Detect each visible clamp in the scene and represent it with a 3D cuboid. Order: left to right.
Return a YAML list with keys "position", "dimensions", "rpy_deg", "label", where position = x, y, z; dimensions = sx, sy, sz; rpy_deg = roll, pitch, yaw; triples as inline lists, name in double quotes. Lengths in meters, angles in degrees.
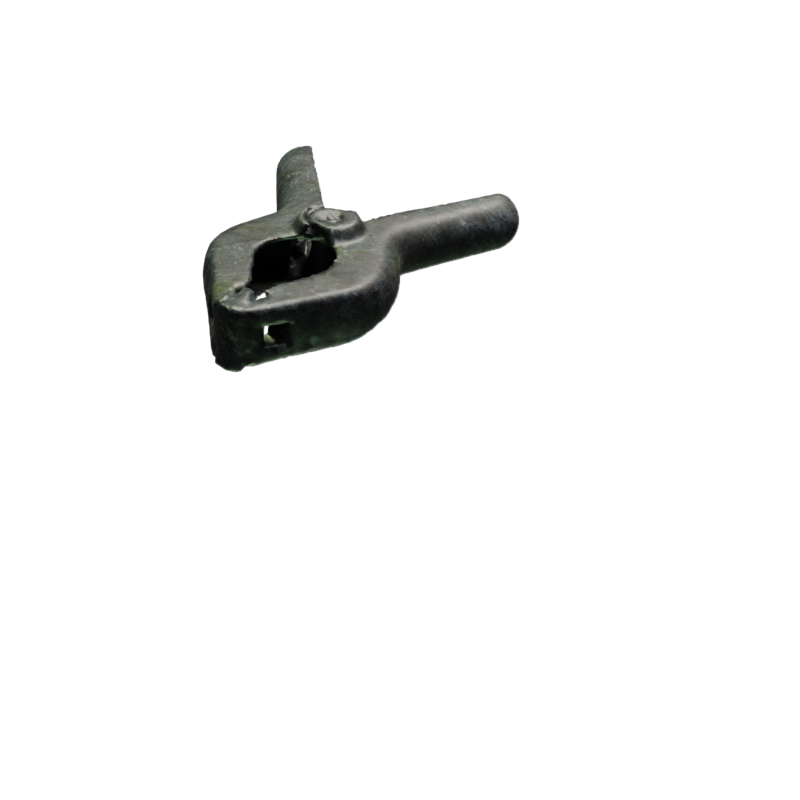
- position: [-0.037, -0.068, 0.475]
  dimensions: [0.126, 0.037, 0.172]
  rpy_deg: [17, 32, 29]
  label: "clamp"
